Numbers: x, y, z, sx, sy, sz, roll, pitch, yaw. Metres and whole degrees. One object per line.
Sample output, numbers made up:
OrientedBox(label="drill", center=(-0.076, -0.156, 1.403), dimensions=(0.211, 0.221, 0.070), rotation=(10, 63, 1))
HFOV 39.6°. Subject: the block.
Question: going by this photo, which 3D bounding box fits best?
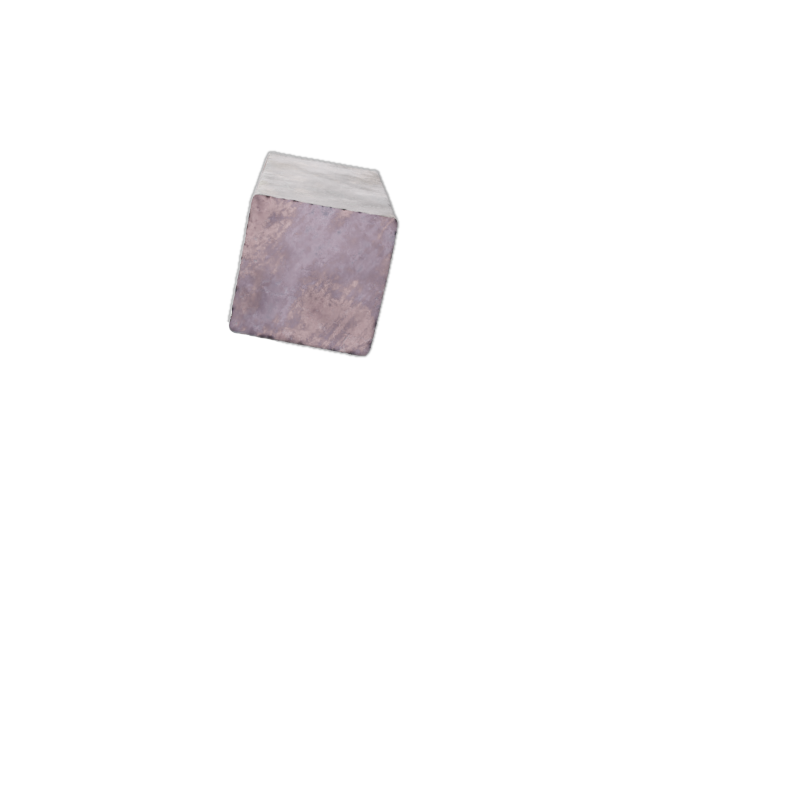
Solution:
OrientedBox(label="block", center=(-0.060, -0.109, 0.765), dimensions=(0.090, 0.088, 0.214), rotation=(10, 17, -7))
